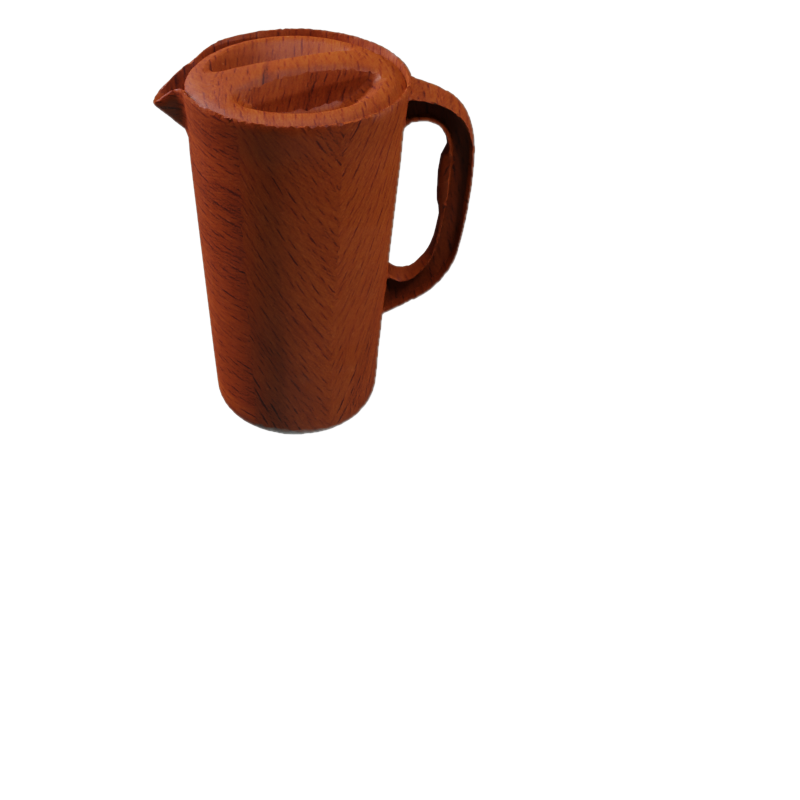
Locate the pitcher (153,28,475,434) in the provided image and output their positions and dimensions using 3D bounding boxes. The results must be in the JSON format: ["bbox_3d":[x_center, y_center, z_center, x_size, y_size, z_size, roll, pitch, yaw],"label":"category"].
[{"bbox_3d":[-0.054,-0.099,0.695,0.145,0.227,0.160,-29,47,-34],"label":"pitcher"}]
